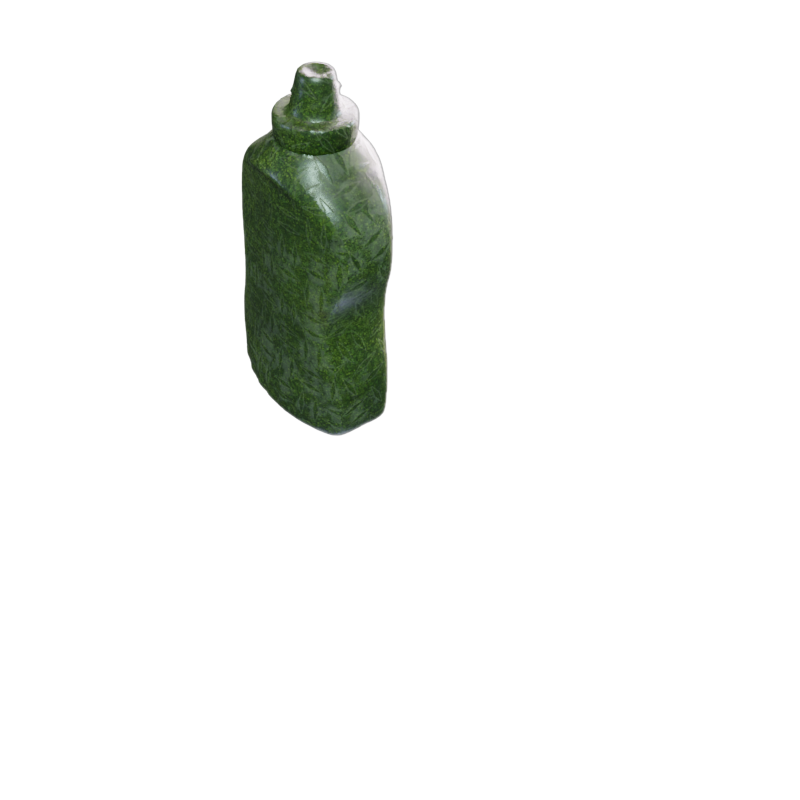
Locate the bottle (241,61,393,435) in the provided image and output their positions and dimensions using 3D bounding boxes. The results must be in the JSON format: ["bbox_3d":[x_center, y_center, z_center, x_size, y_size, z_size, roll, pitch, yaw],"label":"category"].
[{"bbox_3d":[-0.043,-0.079,0.555,0.058,0.179,0.104,-21,45,-26],"label":"bottle"}]
